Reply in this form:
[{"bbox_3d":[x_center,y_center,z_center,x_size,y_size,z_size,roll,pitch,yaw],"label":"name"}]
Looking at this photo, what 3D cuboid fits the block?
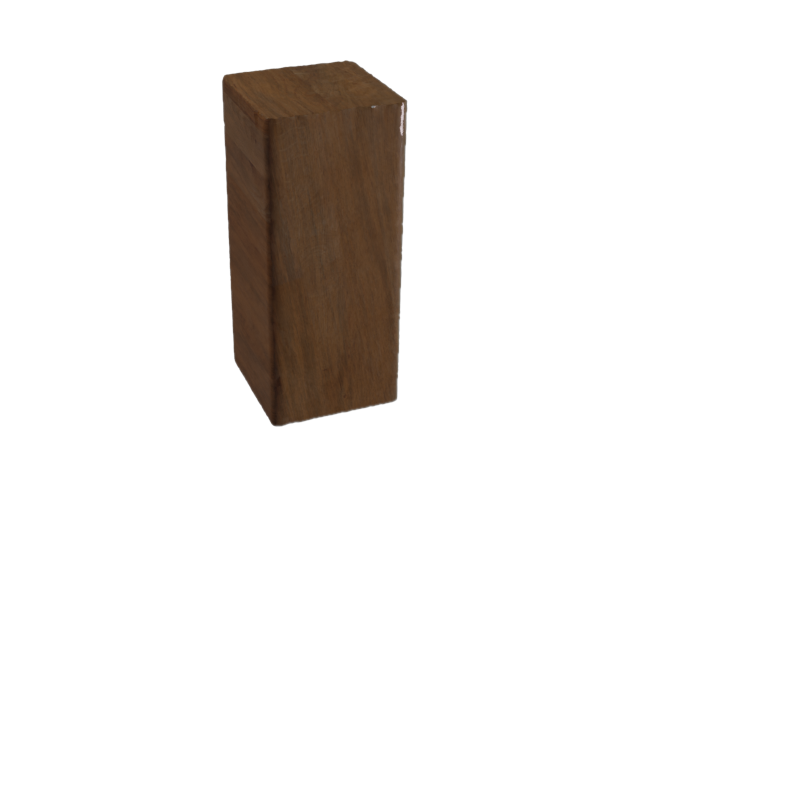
[{"bbox_3d":[-0.056,-0.101,0.705,0.089,0.194,0.098,-10,31,-21],"label":"block"}]
